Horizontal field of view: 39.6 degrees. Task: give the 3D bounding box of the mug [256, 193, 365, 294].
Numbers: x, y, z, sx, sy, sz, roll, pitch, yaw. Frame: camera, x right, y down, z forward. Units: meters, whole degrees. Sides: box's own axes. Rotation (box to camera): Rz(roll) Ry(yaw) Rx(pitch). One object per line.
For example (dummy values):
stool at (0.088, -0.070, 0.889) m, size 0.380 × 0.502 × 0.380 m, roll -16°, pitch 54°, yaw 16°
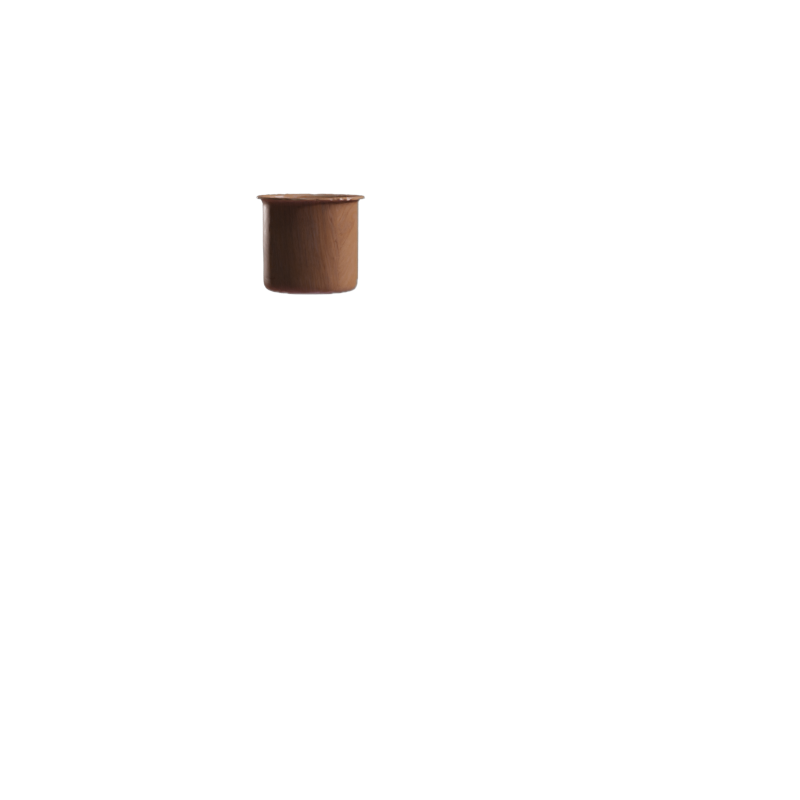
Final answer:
mug at (-0.075, -0.138, 0.964) m, size 0.094 × 0.080 × 0.118 m, roll 2°, pitch 10°, yaw 8°
